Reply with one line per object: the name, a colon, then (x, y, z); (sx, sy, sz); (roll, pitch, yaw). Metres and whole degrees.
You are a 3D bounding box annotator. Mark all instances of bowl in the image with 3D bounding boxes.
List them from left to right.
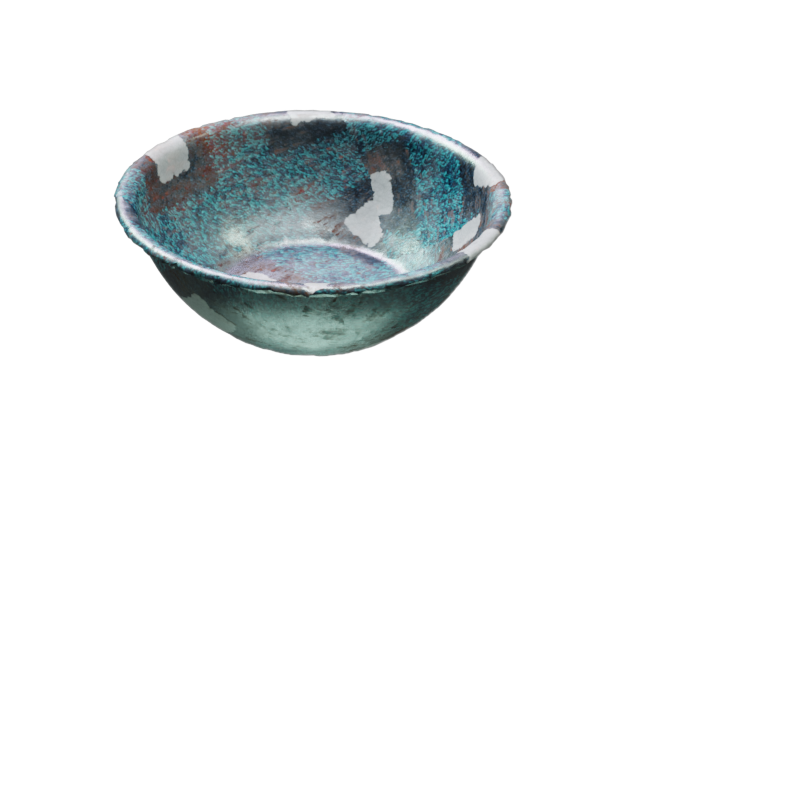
bowl: (-0.037, -0.067, 0.467); (0.162, 0.052, 0.173); (-1, 35, -2)
